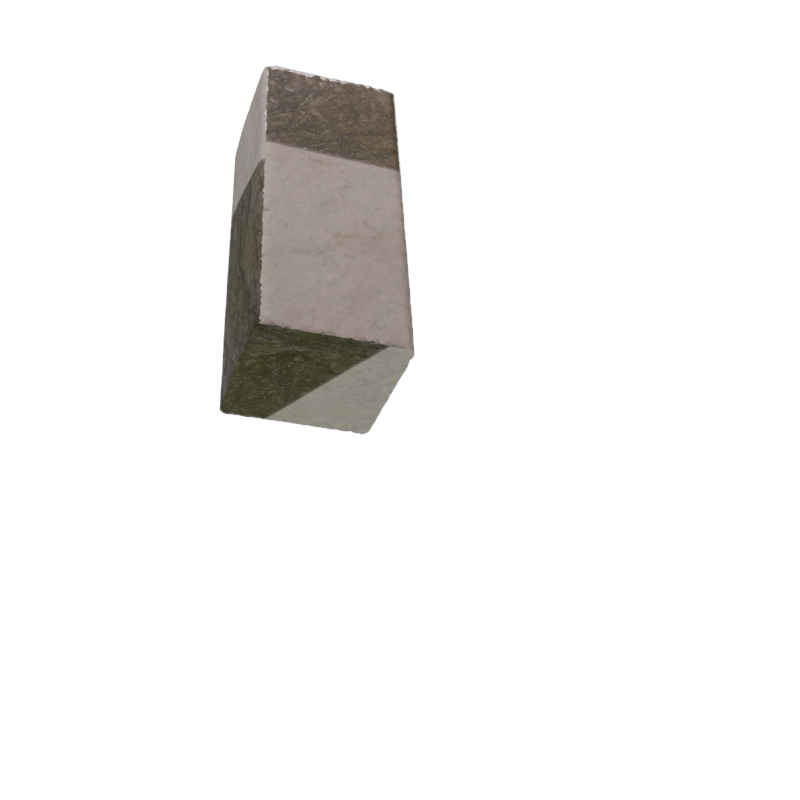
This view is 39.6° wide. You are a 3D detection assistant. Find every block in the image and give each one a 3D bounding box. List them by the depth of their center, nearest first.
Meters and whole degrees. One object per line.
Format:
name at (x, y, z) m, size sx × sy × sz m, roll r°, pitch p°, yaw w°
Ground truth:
block at (-0.053, -0.097, 0.674) m, size 0.089 × 0.221 × 0.086 m, roll 9°, pitch -40°, yaw -15°
